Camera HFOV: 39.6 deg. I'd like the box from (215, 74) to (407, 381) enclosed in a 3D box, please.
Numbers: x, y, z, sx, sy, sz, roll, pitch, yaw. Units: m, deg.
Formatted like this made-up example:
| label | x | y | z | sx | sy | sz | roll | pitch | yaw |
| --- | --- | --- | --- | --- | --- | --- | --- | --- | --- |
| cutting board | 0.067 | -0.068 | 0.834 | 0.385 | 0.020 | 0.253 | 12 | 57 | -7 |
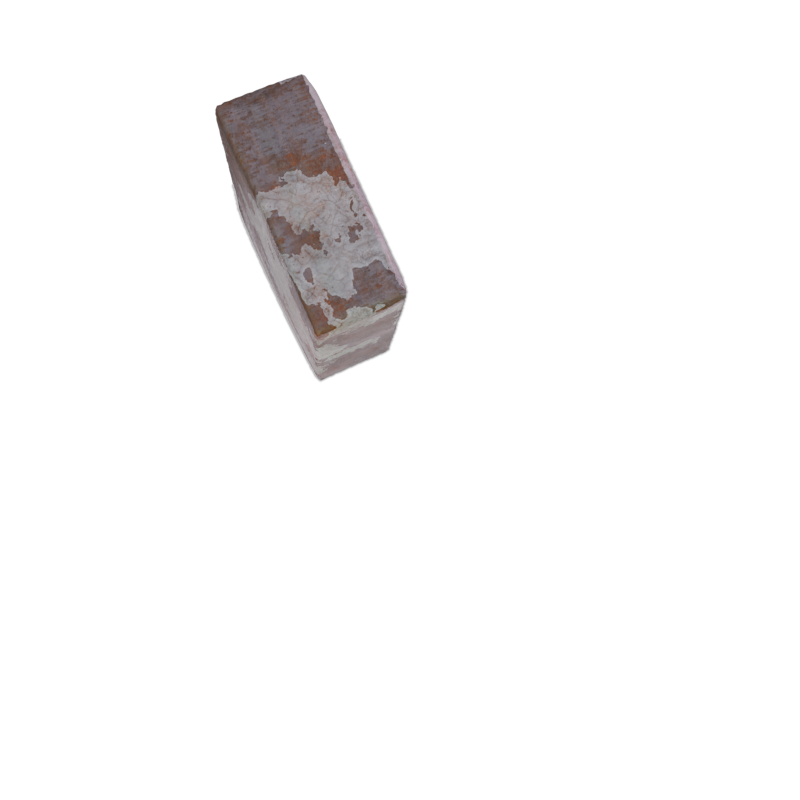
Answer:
| label | x | y | z | sx | sy | sz | roll | pitch | yaw |
| --- | --- | --- | --- | --- | --- | --- | --- | --- | --- |
| box | -0.062 | -0.113 | 0.789 | 0.072 | 0.169 | 0.208 | -24 | -8 | -7 |
